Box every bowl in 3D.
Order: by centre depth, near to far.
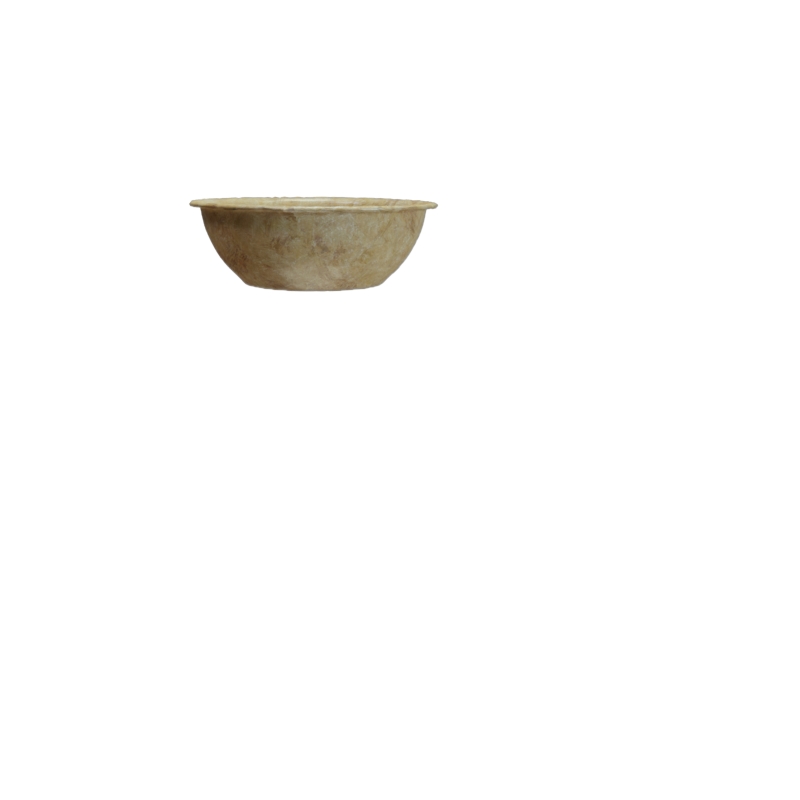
[{"bbox_3d":[-0.057,-0.104,0.726,0.162,0.054,0.166,0,12,-2],"label":"bowl"}]
